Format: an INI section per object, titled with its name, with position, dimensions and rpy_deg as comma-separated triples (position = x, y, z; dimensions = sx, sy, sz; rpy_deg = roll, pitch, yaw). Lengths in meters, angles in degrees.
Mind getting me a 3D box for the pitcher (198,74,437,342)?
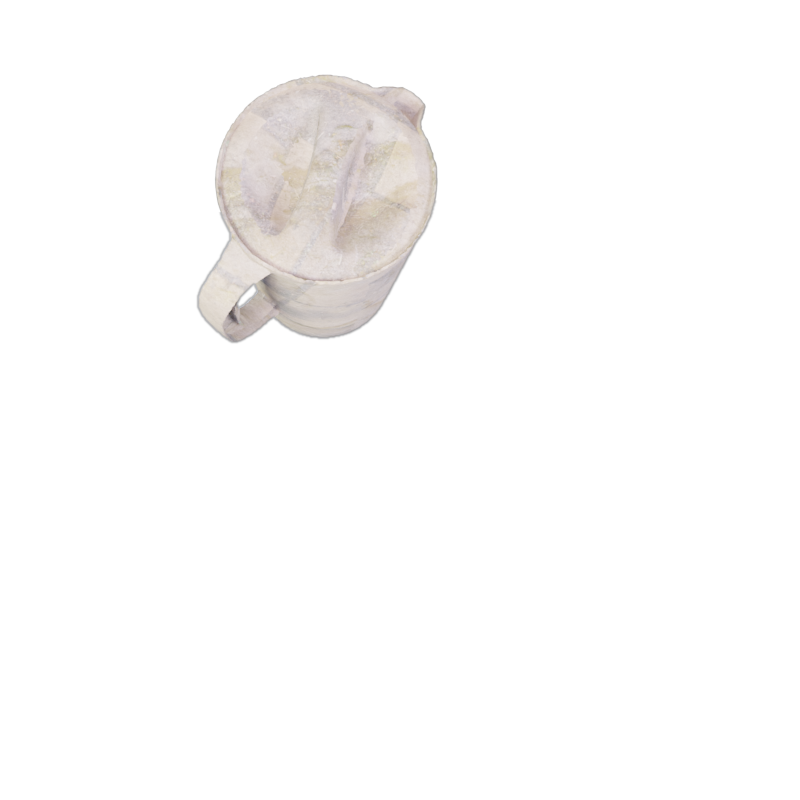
[pitcher]
position = -0.060, -0.110, 0.769
dimensions = 0.149, 0.150, 0.236
rpy_deg = -3, -11, -4
